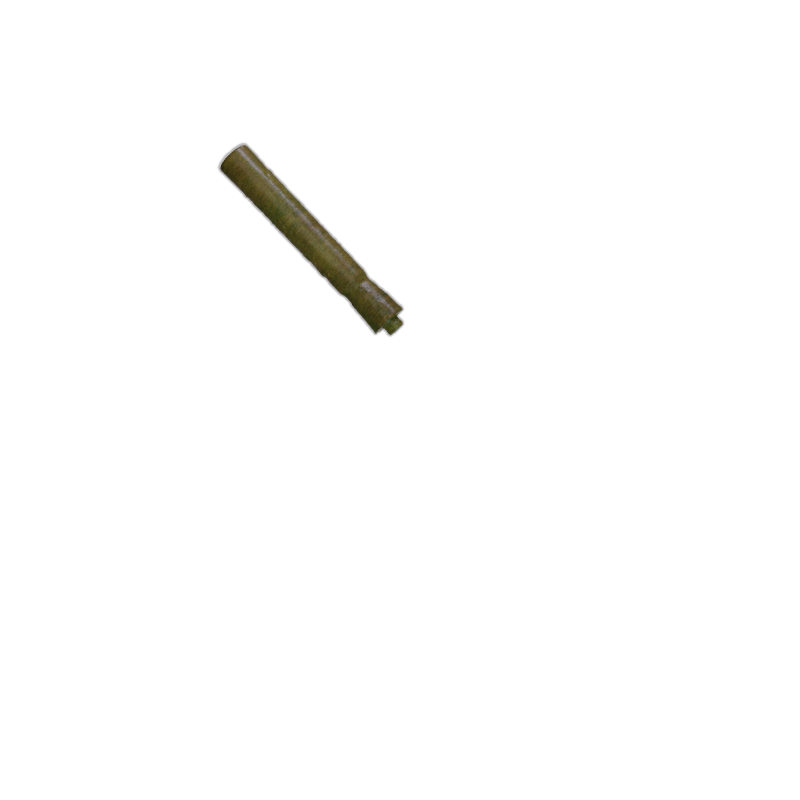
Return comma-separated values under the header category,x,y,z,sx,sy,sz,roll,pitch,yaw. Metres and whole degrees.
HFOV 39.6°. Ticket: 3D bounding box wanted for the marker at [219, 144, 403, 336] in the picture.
category,x,y,z,sx,sy,sz,roll,pitch,yaw
marker,-0.043,-0.079,0.551,0.020,0.124,0.019,-42,-10,-8
